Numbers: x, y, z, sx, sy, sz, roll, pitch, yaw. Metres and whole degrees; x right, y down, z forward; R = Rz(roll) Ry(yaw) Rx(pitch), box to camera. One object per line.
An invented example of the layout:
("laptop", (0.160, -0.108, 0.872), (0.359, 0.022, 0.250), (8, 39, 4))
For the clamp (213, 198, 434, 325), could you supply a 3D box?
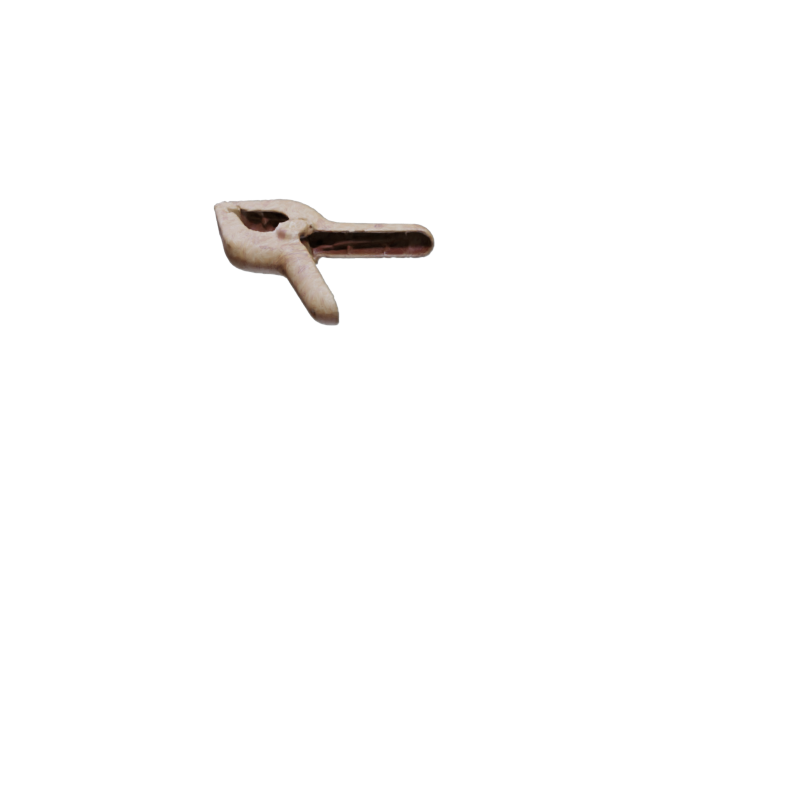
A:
("clamp", (-0.064, -0.116, 0.813), (0.119, 0.037, 0.184), (-26, 42, -33))
